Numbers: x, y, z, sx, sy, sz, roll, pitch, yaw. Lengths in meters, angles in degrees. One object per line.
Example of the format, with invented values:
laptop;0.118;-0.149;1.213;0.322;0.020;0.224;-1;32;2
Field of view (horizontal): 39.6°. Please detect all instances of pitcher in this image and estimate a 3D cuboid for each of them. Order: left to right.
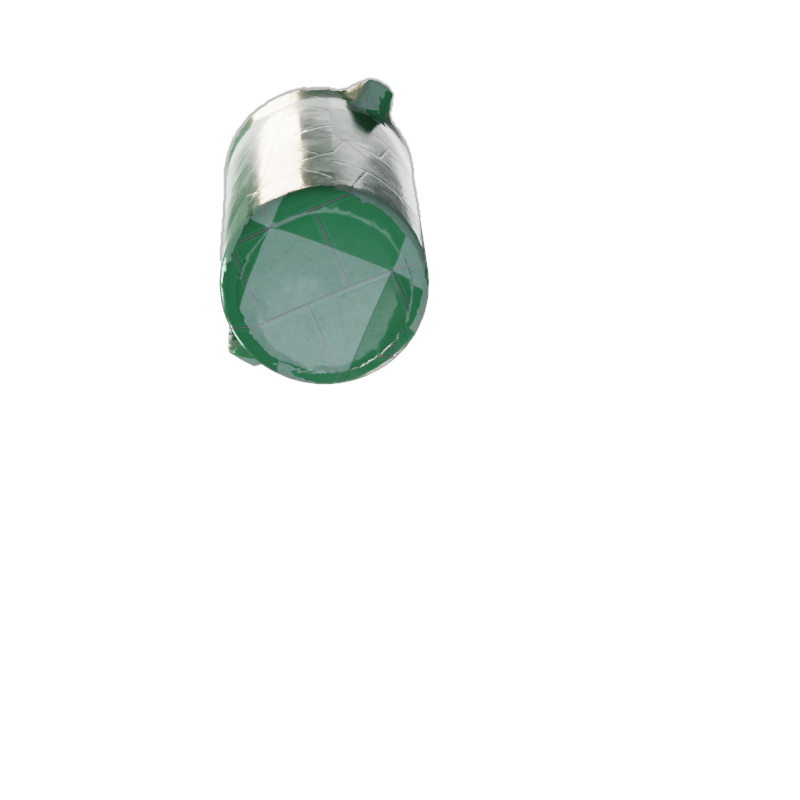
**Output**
pitcher;-0.053;-0.097;0.676;0.145;0.142;0.255;-12;23;2
